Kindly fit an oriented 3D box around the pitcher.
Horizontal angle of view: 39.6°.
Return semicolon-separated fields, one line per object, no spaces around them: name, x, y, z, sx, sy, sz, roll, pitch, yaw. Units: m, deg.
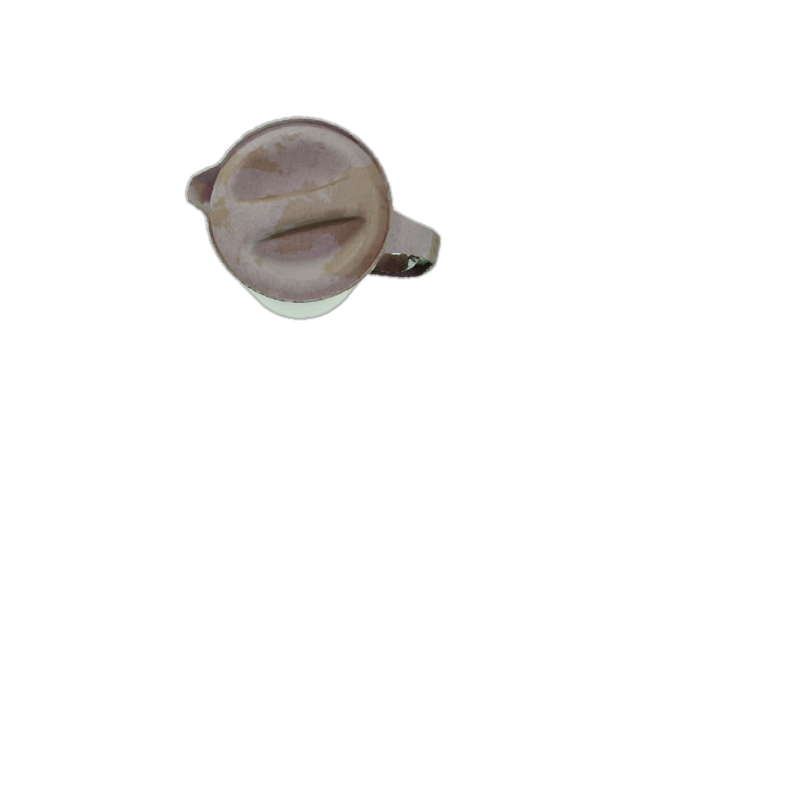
pitcher;-0.070;-0.127;0.892;0.145;0.152;0.240;-33;-2;-5
